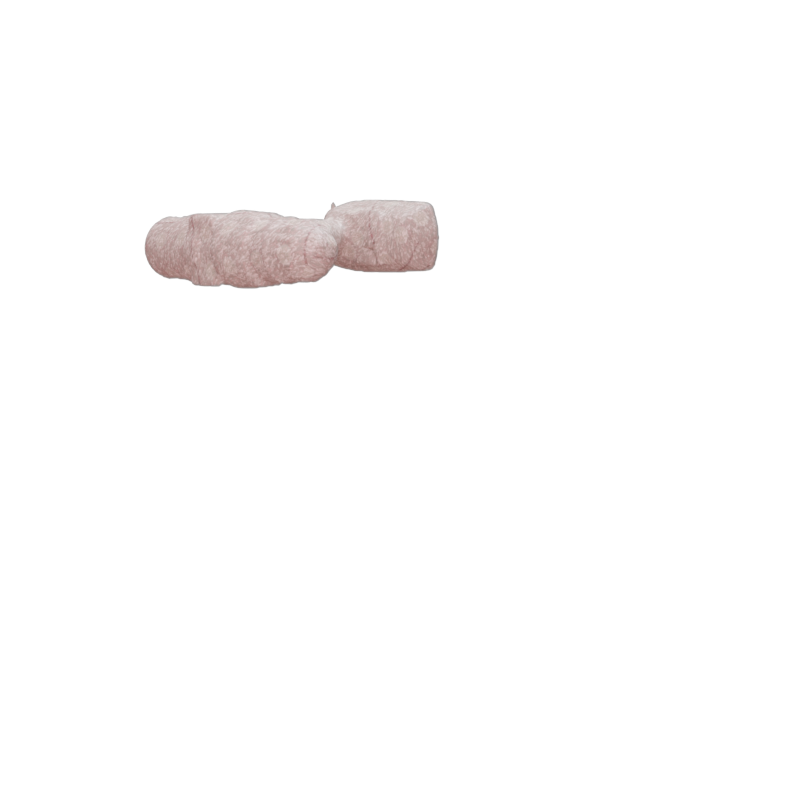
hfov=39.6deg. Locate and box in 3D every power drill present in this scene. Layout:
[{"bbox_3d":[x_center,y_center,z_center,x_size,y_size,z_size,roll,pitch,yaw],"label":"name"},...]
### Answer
[{"bbox_3d":[-0.062,-0.113,0.789,0.182,0.056,0.193,-10,14,-42],"label":"power drill"}]
